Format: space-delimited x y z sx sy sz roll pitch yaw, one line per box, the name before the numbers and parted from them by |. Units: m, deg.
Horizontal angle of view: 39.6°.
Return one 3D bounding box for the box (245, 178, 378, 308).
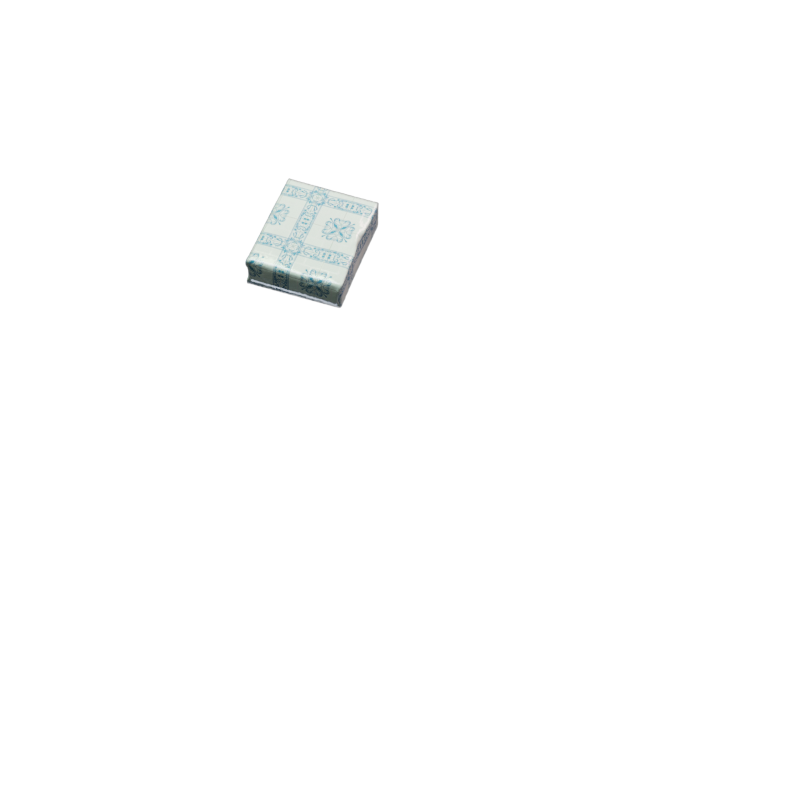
box | -0.064 -0.116 0.811 0.075 0.093 0.028 15 -36 11
